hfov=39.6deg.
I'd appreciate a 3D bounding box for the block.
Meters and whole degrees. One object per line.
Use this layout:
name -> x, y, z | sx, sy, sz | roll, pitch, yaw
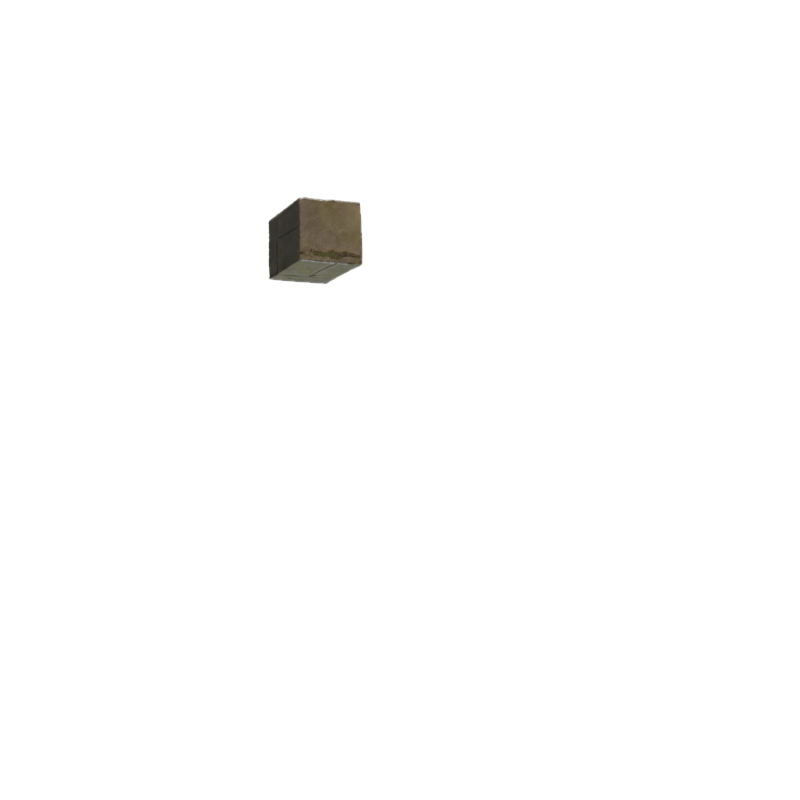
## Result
block -> -0.069, -0.125, 0.877 | 0.051, 0.053, 0.078 | 4, -9, -24
